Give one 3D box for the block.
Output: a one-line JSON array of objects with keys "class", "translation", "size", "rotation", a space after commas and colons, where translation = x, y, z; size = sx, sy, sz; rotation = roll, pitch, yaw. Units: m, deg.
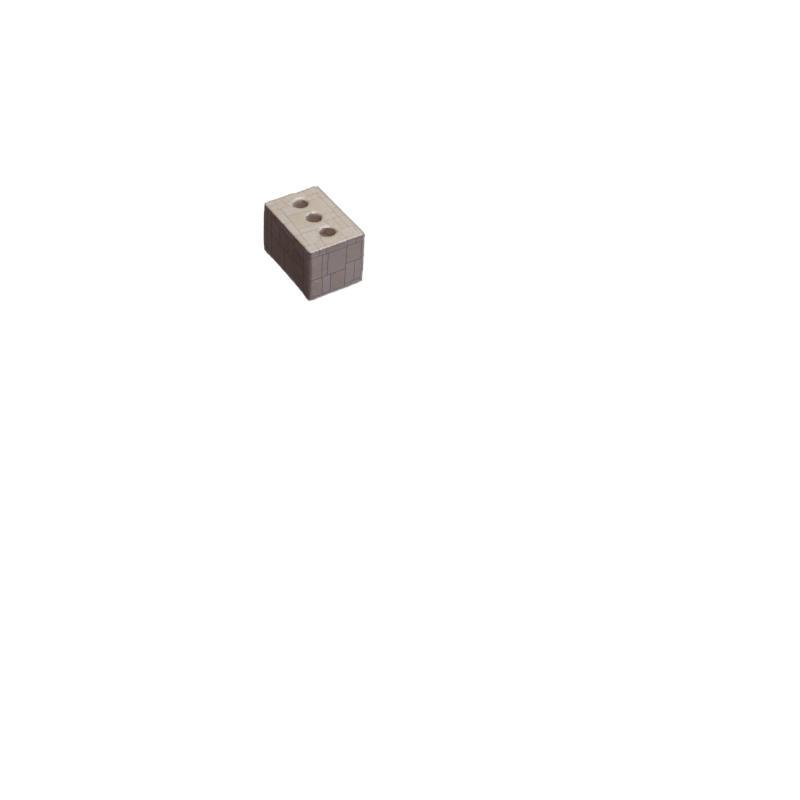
[{"class": "block", "translation": [-0.070, -0.128, 0.898], "size": [0.052, 0.048, 0.084], "rotation": [-22, 47, -24]}]
